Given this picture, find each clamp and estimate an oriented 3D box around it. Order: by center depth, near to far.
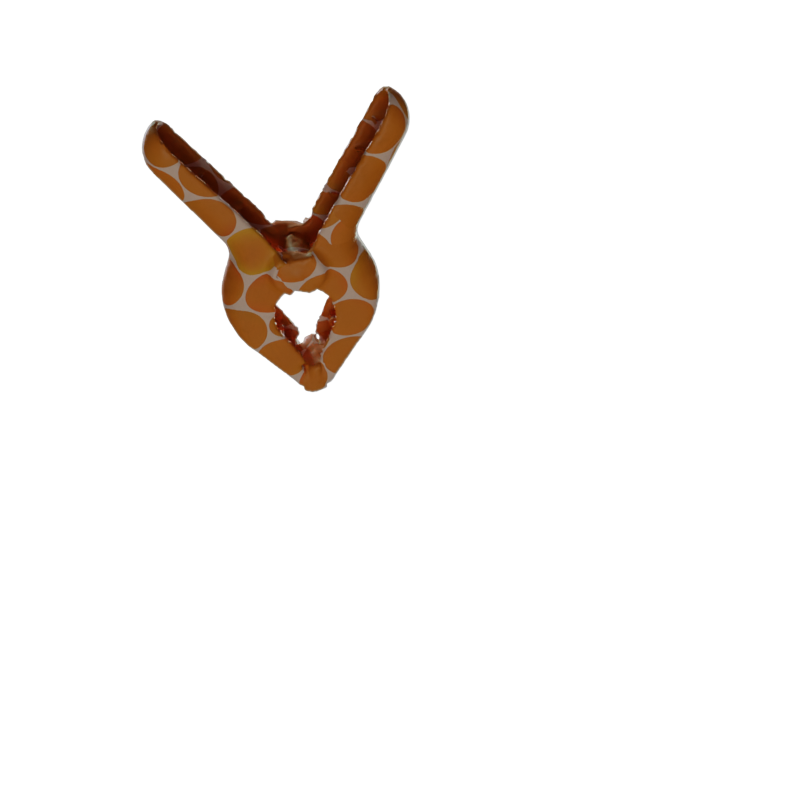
[{"bbox_3d":[-0.042,-0.077,0.539,0.121,0.158,0.042,-10,43,9],"label":"clamp"}]
